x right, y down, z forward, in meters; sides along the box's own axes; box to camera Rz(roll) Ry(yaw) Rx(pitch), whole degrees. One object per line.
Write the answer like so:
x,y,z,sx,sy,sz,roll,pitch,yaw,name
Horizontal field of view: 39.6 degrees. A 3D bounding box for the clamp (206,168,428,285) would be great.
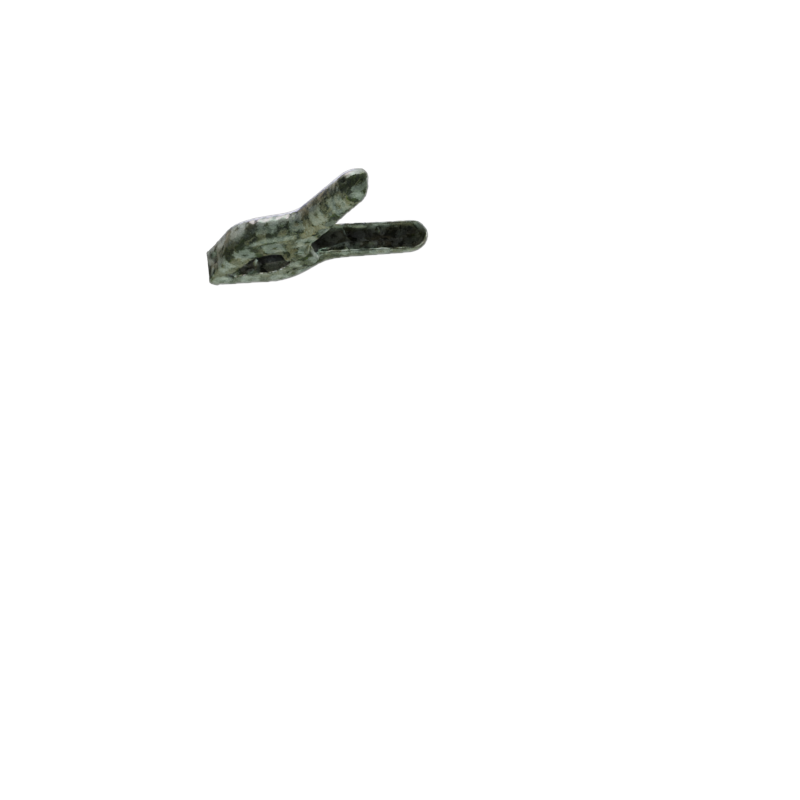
-0.067,-0.121,0.850,0.174,0.041,0.112,-15,-28,31,clamp
